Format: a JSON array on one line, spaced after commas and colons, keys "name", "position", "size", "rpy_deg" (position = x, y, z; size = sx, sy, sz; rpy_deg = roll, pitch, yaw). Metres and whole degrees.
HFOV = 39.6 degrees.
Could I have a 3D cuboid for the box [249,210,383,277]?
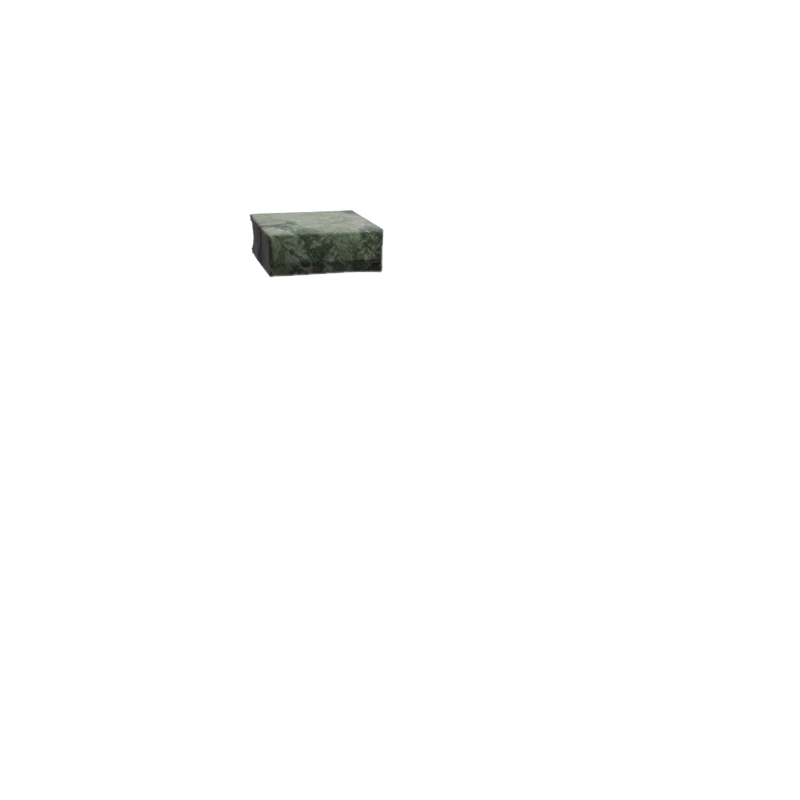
[{"name": "box", "position": [-0.069, -0.127, 0.889], "size": [0.088, 0.038, 0.118], "rpy_deg": [-3, 15, -13]}]
